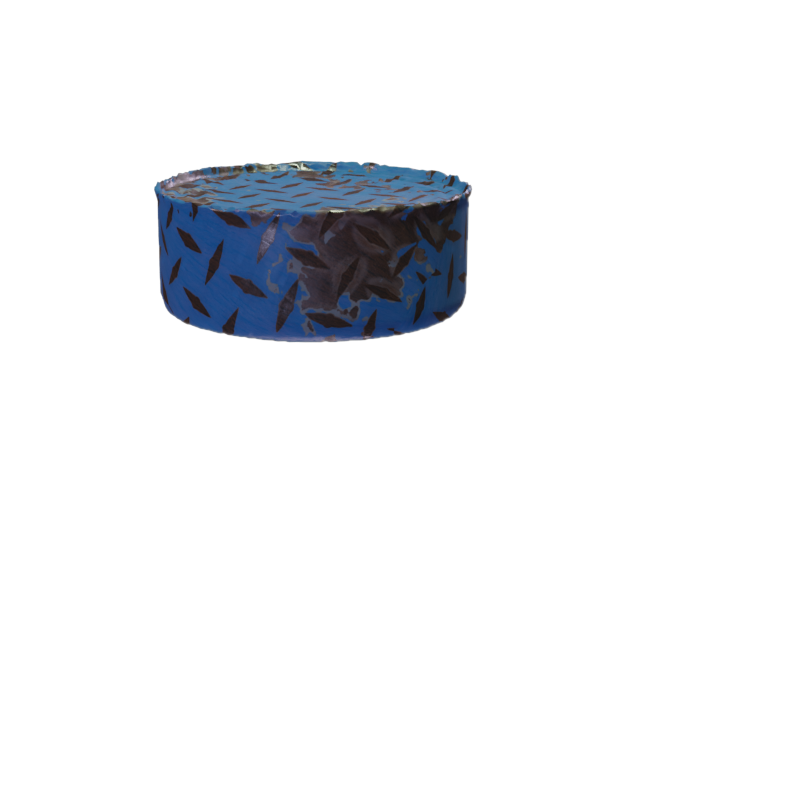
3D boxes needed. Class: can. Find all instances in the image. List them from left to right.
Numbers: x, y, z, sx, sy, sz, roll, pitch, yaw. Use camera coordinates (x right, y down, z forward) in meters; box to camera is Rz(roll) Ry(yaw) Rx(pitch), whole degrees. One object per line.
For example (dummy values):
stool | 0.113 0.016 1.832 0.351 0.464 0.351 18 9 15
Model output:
can | -0.024 -0.044 0.305 0.086 0.032 0.089 -1 19 -2
